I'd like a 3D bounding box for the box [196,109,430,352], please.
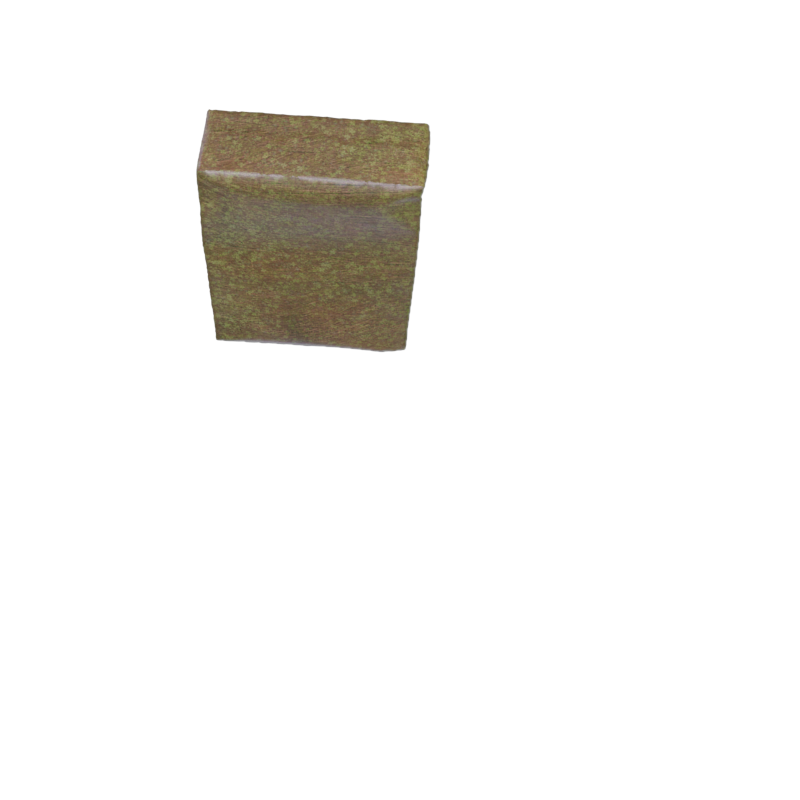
[{"bbox_3d":[-0.068,-0.123,0.864,0.164,0.076,0.200,5,-33,1],"label":"box"}]
